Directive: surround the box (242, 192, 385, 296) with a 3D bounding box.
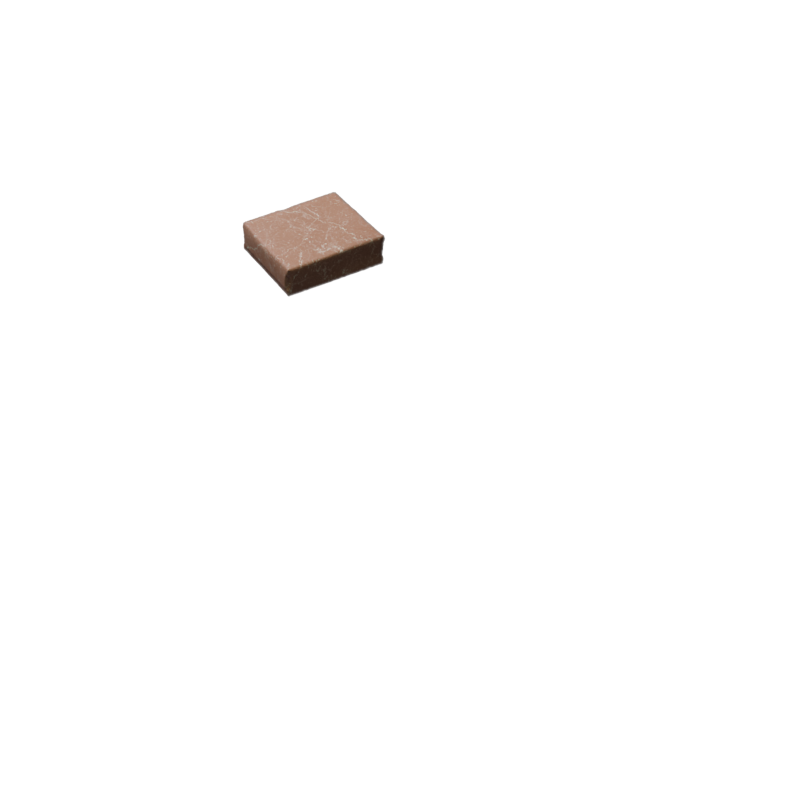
[{"bbox_3d":[-0.068,-0.124,0.870,0.088,0.028,0.079,-22,46,-24],"label":"box"}]
